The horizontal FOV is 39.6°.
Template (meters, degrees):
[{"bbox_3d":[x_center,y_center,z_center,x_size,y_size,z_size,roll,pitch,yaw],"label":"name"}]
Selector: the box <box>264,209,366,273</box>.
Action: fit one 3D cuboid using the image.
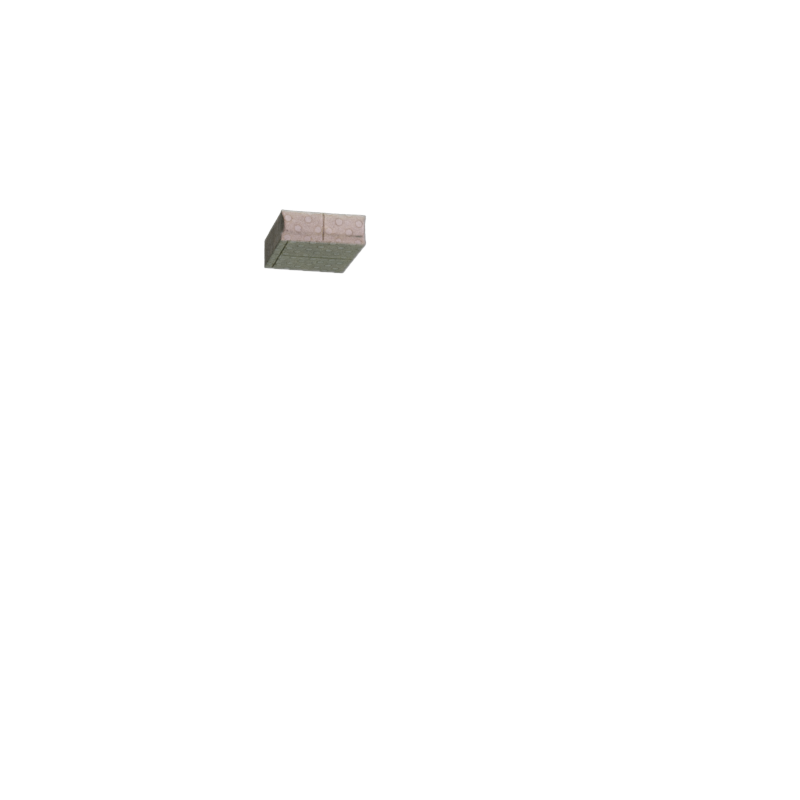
[{"bbox_3d":[-0.074,-0.136,0.950,0.072,0.031,0.088,3,-11,-14],"label":"box"}]
